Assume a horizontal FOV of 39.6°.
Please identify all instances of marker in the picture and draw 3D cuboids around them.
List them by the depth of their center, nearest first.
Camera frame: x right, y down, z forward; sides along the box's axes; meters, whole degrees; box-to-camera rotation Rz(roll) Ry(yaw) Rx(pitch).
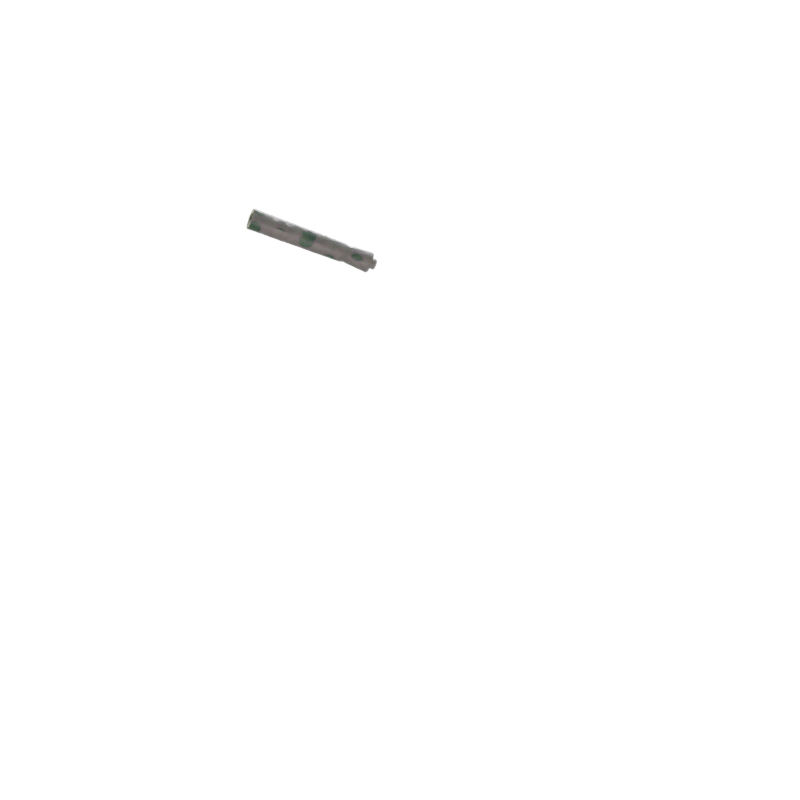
[{"bbox_3d":[-0.077,-0.141,0.985,0.118,0.020,0.020,19,-1,-12],"label":"marker"}]
